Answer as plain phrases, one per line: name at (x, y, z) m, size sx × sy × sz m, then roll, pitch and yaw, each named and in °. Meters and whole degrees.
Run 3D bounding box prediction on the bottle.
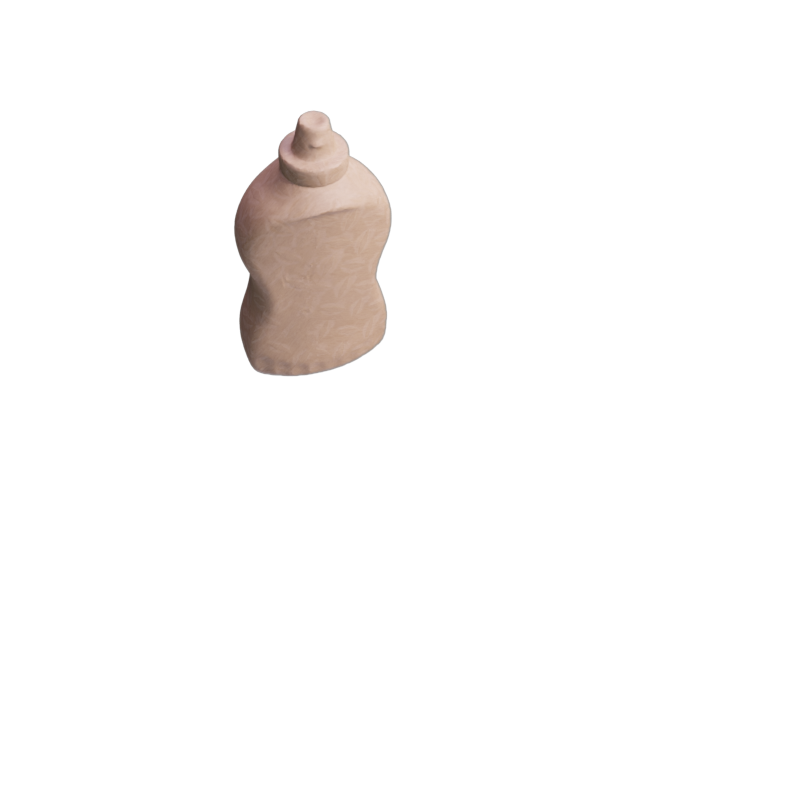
bottle at (-0.053, -0.097, 0.684) m, size 0.095 × 0.063 × 0.179 m, roll -12°, pitch -40°, yaw -14°
